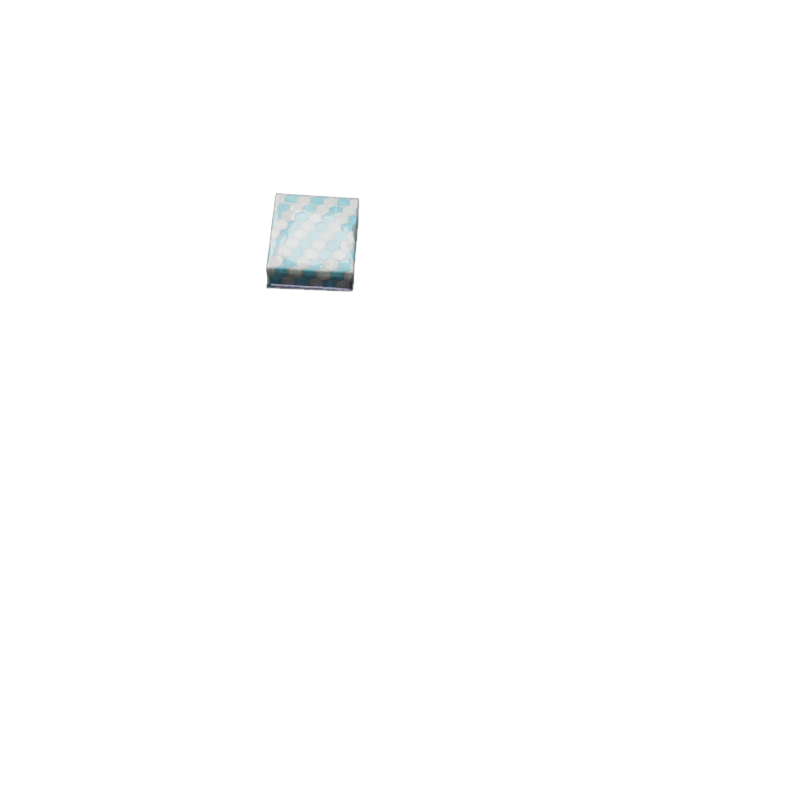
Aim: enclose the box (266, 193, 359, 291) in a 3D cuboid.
[{"bbox_3d":[-0.073,-0.134,0.937,0.073,0.095,0.028,3,-39,1],"label":"box"}]
